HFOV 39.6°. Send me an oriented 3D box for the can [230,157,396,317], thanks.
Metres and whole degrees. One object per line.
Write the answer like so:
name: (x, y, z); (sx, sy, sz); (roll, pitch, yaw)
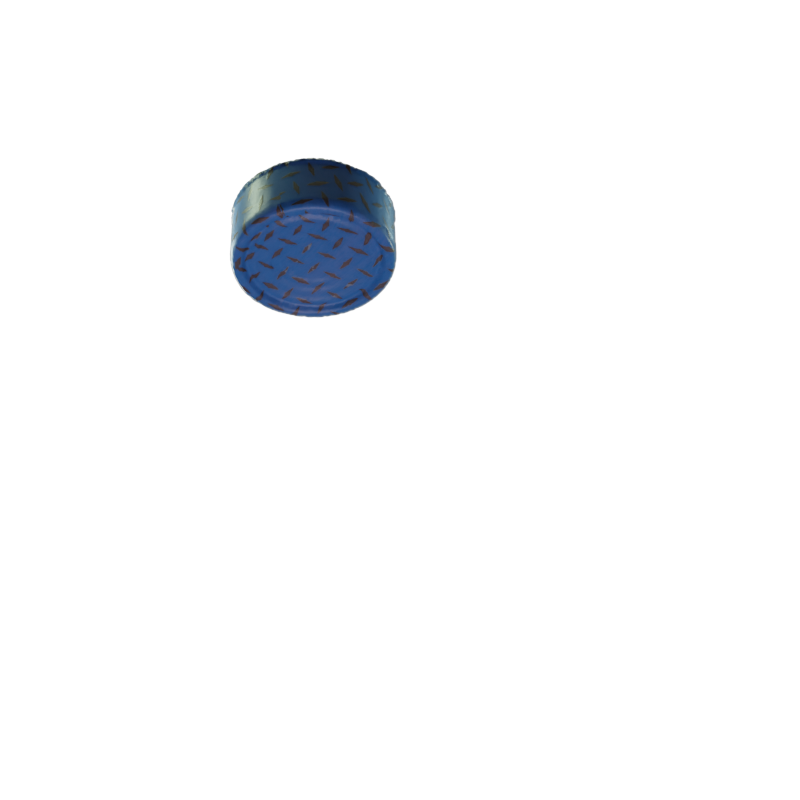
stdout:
can: (-0.045, -0.081, 0.569); (0.086, 0.036, 0.080); (1, -40, -2)
